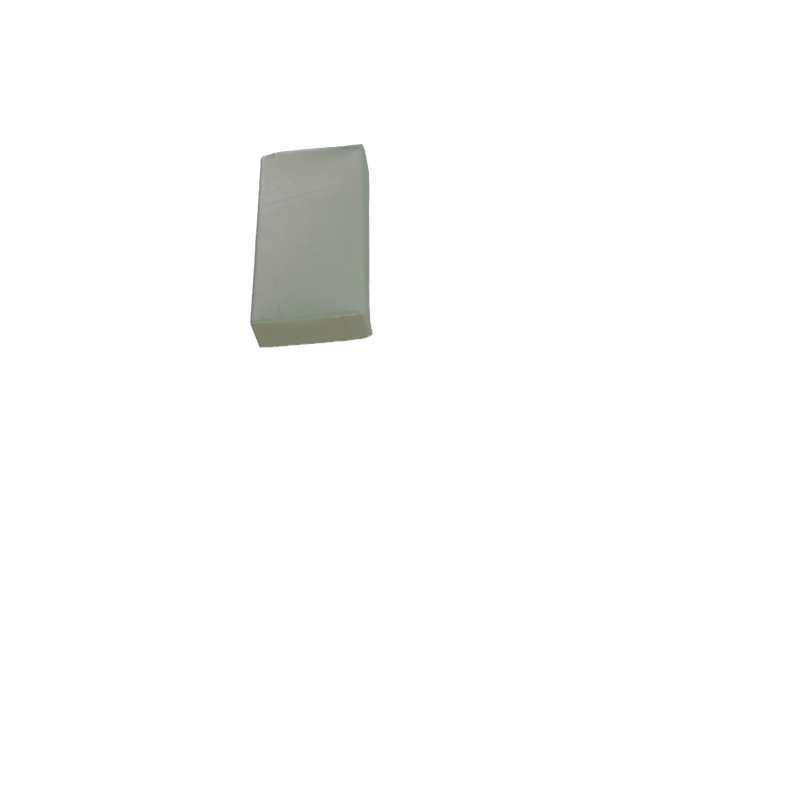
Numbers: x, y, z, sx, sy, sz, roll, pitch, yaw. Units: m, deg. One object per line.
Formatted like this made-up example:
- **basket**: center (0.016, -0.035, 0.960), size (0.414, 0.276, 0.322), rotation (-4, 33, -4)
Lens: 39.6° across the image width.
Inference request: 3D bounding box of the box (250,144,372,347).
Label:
- **box**: center (-0.072, -0.131, 0.916), size (0.094, 0.188, 0.045), rotation (-6, -32, 6)
